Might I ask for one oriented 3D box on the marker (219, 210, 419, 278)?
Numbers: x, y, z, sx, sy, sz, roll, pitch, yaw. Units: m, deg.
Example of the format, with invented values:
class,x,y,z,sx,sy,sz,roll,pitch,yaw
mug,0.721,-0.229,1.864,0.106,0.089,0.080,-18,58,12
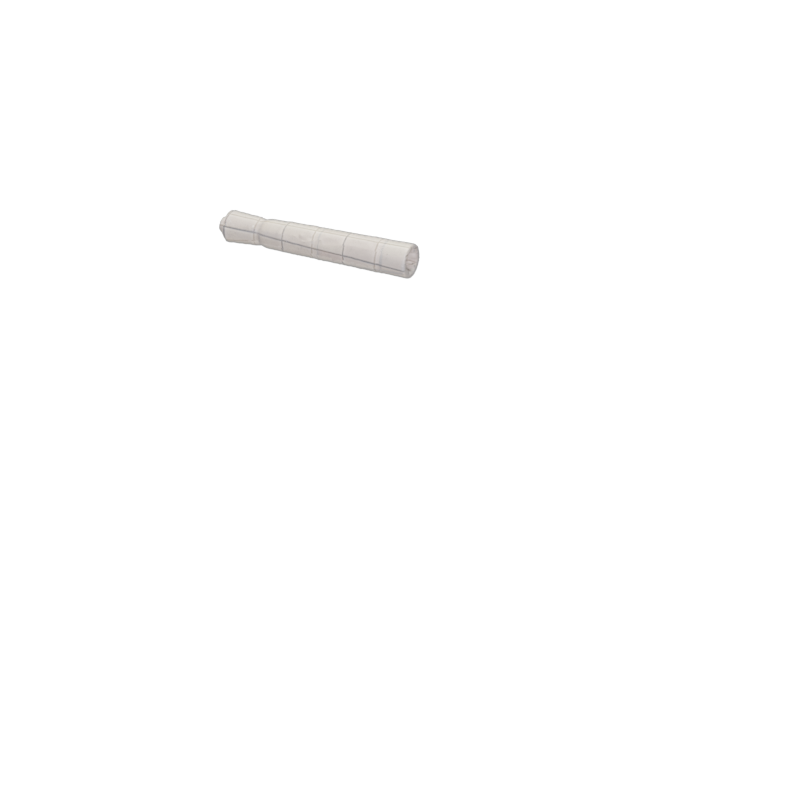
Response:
class,x,y,z,sx,sy,sz,roll,pitch,yaw
marker,-0.048,-0.087,0.609,0.126,0.019,0.019,15,10,28
